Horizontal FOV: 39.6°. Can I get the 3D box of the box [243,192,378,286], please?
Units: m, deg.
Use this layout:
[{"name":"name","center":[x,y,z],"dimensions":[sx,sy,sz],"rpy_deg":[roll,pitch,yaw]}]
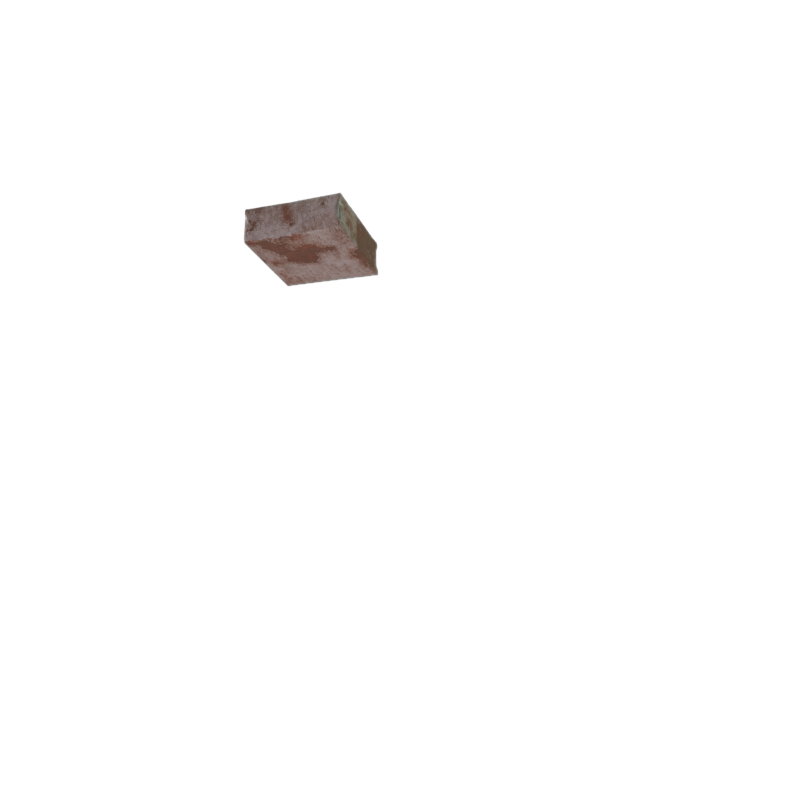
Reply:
[{"name":"box","center":[-0.063,-0.115,0.805],"dimensions":[0.074,0.032,0.083],"rpy_deg":[-6,-20,17]}]
